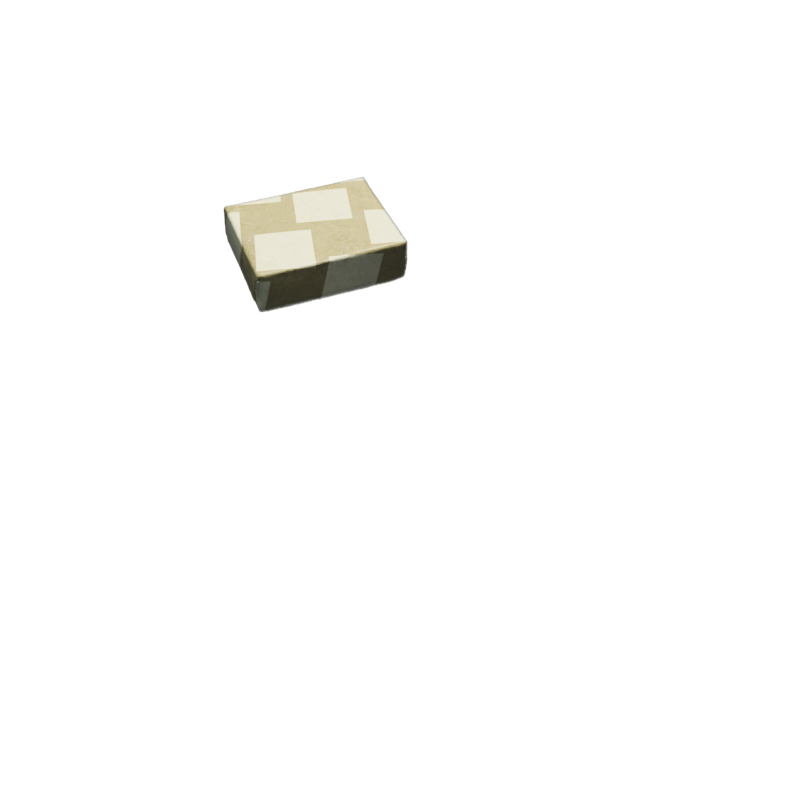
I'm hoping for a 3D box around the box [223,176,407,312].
[{"bbox_3d":[-0.063,-0.114,0.801,0.112,0.036,0.097,-13,43,-15],"label":"box"}]
